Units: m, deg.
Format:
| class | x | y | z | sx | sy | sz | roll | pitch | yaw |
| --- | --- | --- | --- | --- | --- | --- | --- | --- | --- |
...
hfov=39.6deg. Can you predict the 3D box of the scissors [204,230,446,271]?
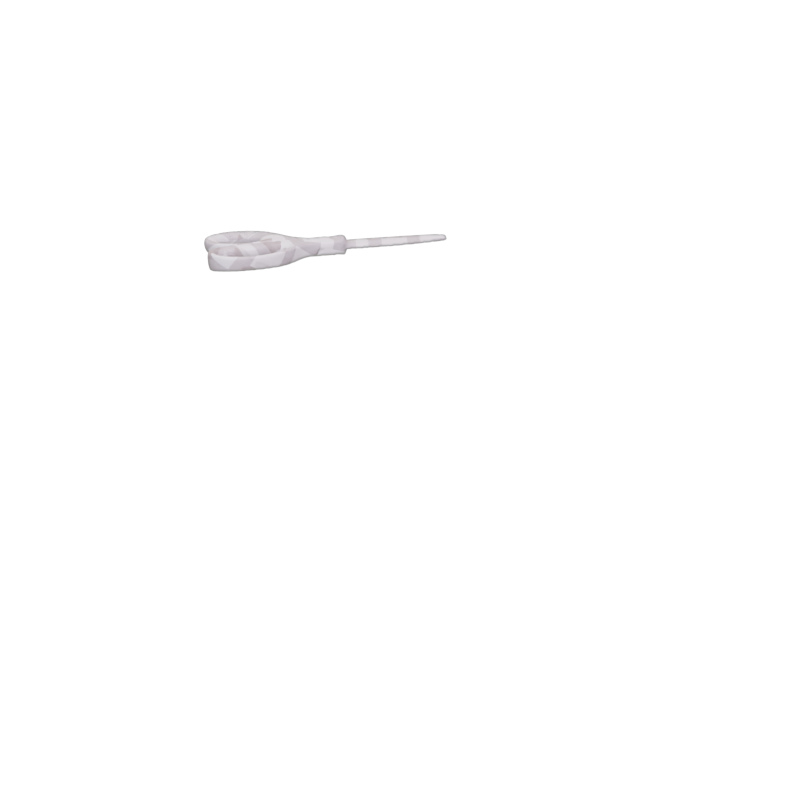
| class | x | y | z | sx | sy | sz | roll | pitch | yaw |
| --- | --- | --- | --- | --- | --- | --- | --- | --- | --- |
| scissors | -0.071 | -0.129 | 0.901 | 0.197 | 0.015 | 0.102 | -13 | 25 | -31 |
